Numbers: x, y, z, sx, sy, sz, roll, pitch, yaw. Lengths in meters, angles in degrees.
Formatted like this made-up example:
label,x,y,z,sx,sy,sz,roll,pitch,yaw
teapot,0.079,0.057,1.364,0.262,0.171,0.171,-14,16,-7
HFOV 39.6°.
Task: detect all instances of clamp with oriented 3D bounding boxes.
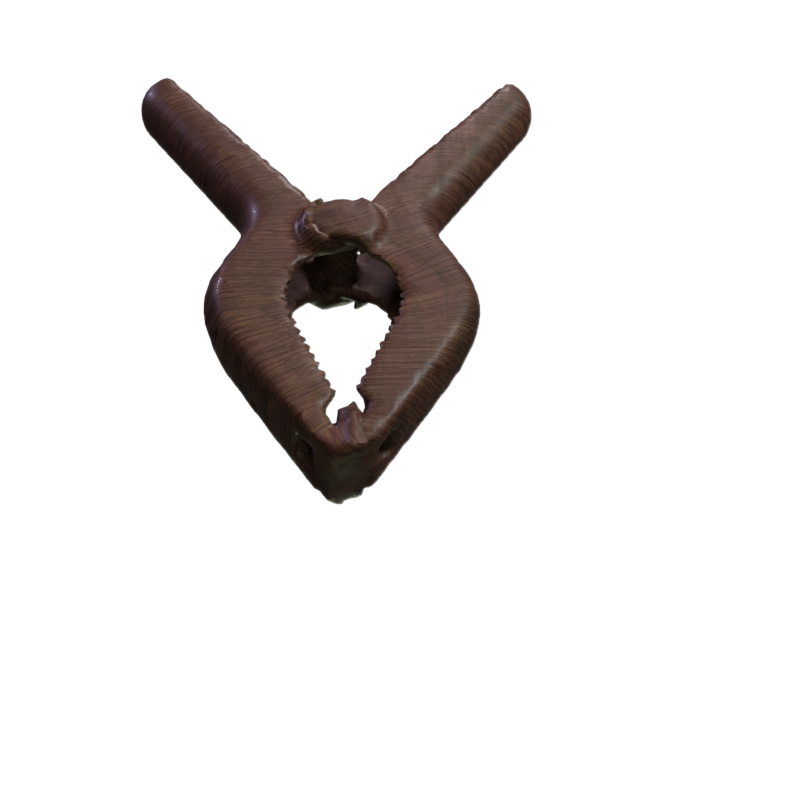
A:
label,x,y,z,sx,sy,sz,roll,pitch,yaw
clamp,-0.032,-0.059,0.410,0.165,0.224,0.034,3,-44,3
